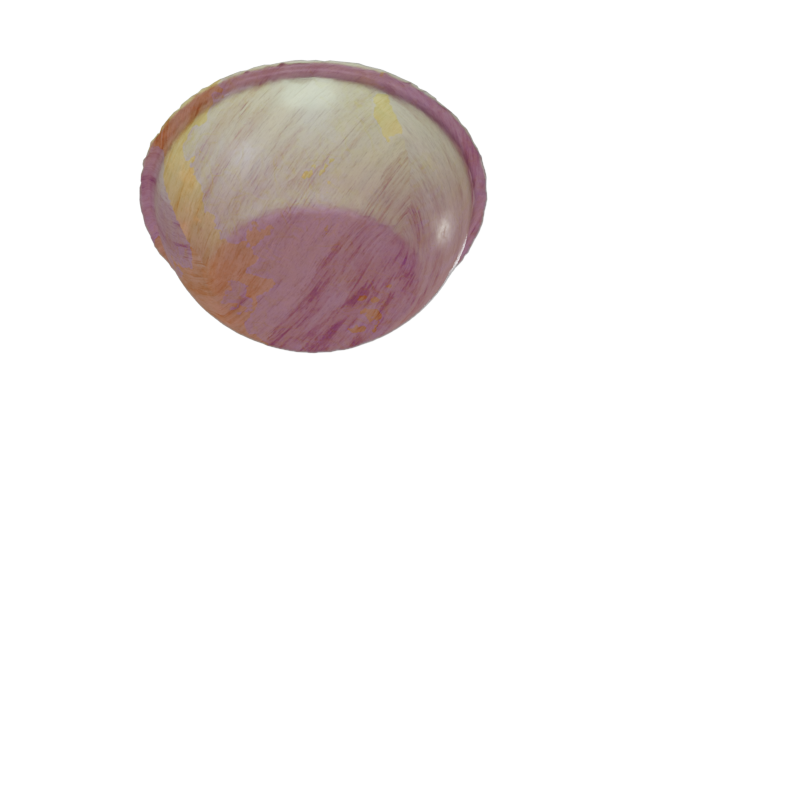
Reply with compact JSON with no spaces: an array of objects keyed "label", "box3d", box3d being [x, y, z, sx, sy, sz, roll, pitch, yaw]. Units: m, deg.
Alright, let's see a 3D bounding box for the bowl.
[{"label":"bowl","box3d":[-0.039,-0.071,0.499,0.162,0.059,0.151,1,-42,-1]}]
